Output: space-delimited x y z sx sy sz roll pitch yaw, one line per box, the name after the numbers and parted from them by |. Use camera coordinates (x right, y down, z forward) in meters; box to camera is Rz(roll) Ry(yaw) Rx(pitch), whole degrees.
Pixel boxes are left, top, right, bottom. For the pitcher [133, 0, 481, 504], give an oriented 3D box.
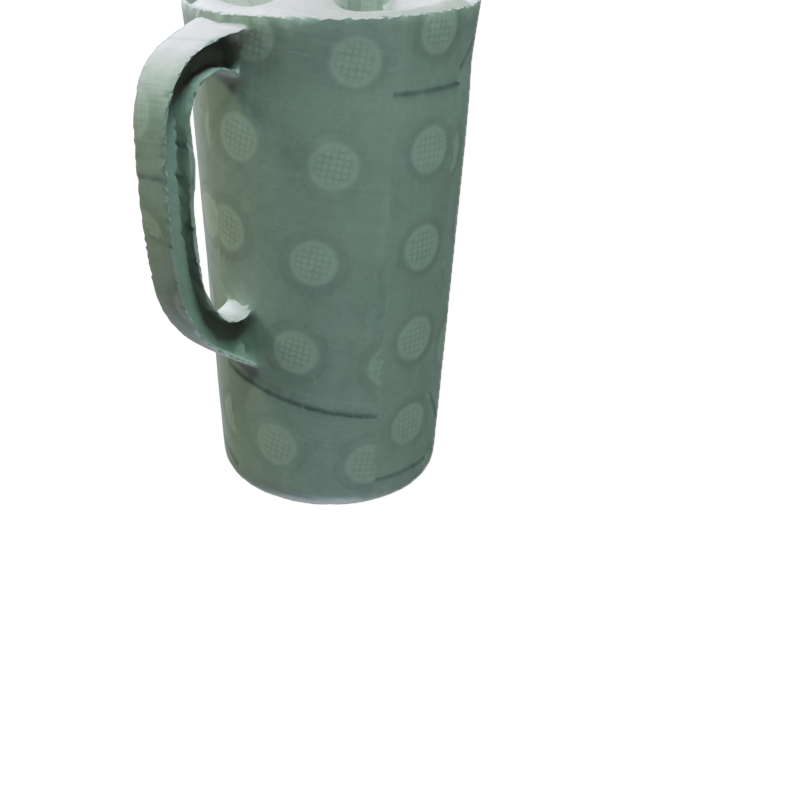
-0.041 -0.075 0.527 0.148 0.232 0.153 0 22 -4 | pitcher
